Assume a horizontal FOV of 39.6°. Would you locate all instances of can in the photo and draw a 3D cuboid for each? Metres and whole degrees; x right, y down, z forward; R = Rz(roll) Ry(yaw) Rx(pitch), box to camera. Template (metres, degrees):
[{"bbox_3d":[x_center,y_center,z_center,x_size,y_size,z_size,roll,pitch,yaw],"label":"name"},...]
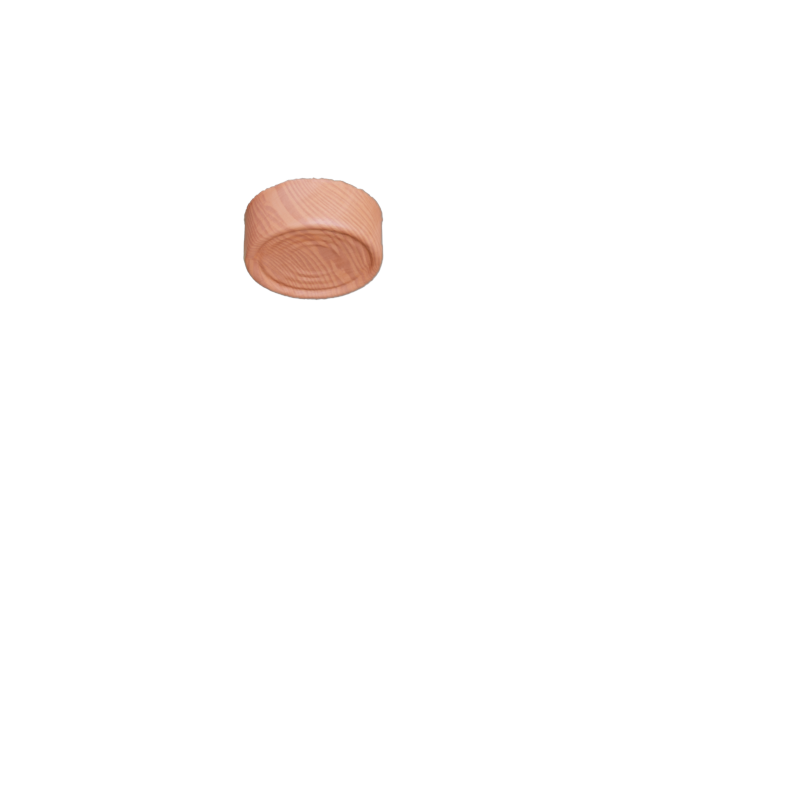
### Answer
[{"bbox_3d":[-0.053,-0.096,0.675,0.086,0.036,0.081,1,-29,-2],"label":"can"}]
